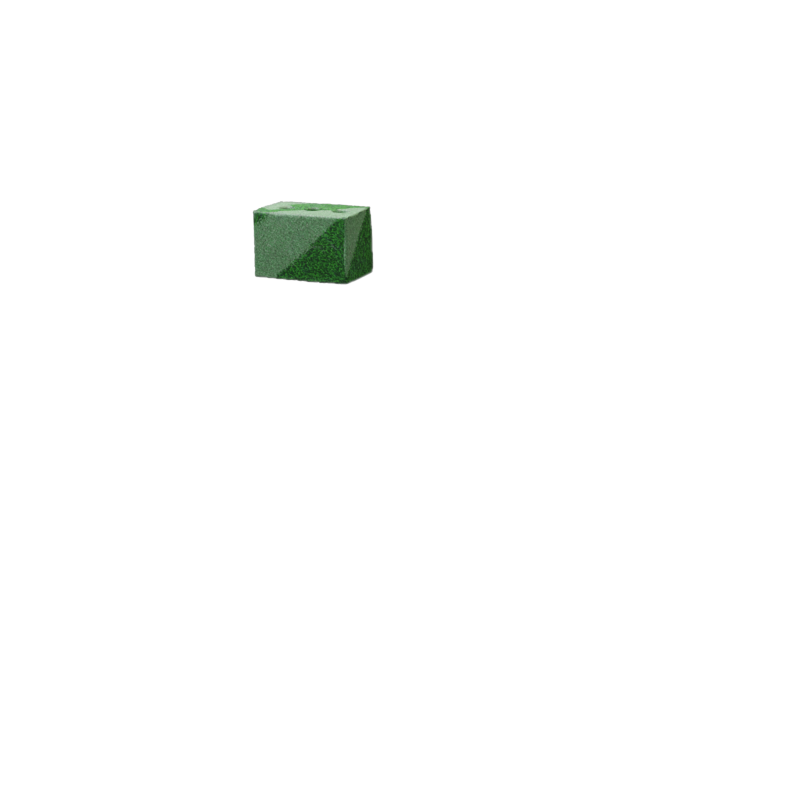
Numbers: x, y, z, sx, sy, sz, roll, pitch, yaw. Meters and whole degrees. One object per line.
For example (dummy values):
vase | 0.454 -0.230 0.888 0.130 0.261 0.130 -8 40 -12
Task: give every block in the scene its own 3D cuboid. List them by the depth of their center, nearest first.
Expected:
block | -0.065 -0.119 0.832 0.080 0.050 0.053 6 16 21
